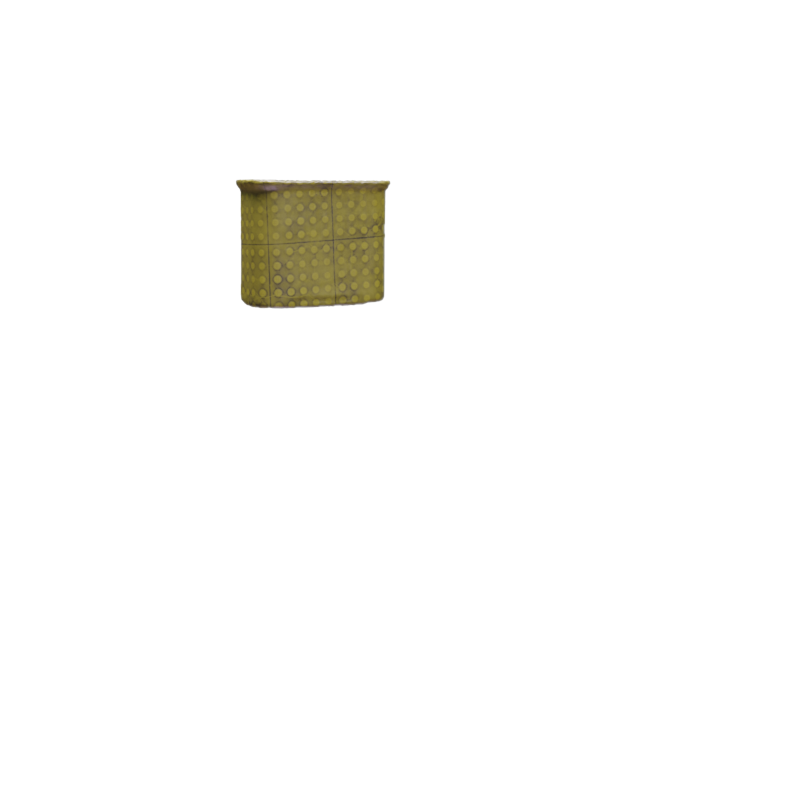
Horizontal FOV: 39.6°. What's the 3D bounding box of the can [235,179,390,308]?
[{"bbox_3d":[-0.059,-0.107,0.751,0.099,0.083,0.060,-3,6,-25],"label":"can"}]
